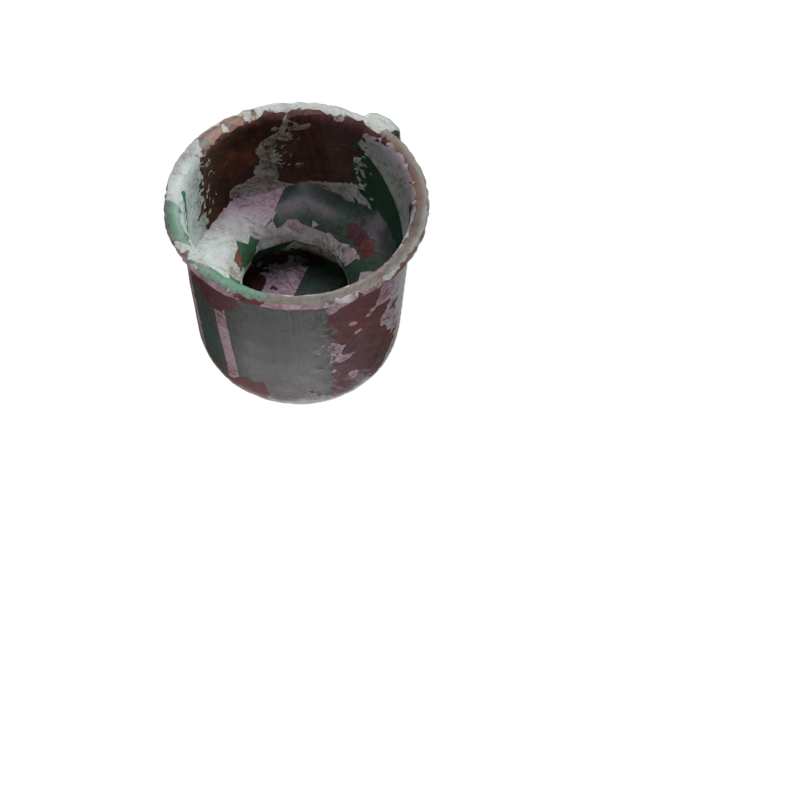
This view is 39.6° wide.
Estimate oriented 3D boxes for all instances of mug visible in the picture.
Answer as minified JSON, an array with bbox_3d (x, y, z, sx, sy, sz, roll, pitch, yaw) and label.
[{"bbox_3d":[-0.033,-0.061,0.425,0.096,0.121,0.076,24,-31,13],"label":"mug"}]
